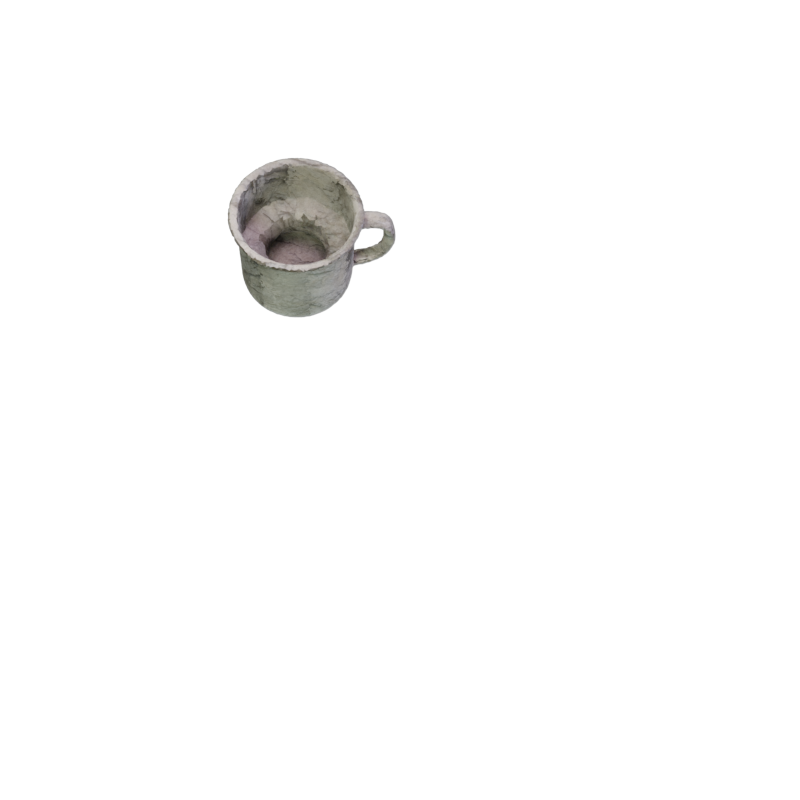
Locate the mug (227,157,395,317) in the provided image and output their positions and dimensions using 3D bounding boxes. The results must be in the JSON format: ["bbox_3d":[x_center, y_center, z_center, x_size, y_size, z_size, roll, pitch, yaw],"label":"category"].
[{"bbox_3d":[-0.062,-0.113,0.790,0.116,0.100,0.077,-7,-28,-5],"label":"mug"}]
